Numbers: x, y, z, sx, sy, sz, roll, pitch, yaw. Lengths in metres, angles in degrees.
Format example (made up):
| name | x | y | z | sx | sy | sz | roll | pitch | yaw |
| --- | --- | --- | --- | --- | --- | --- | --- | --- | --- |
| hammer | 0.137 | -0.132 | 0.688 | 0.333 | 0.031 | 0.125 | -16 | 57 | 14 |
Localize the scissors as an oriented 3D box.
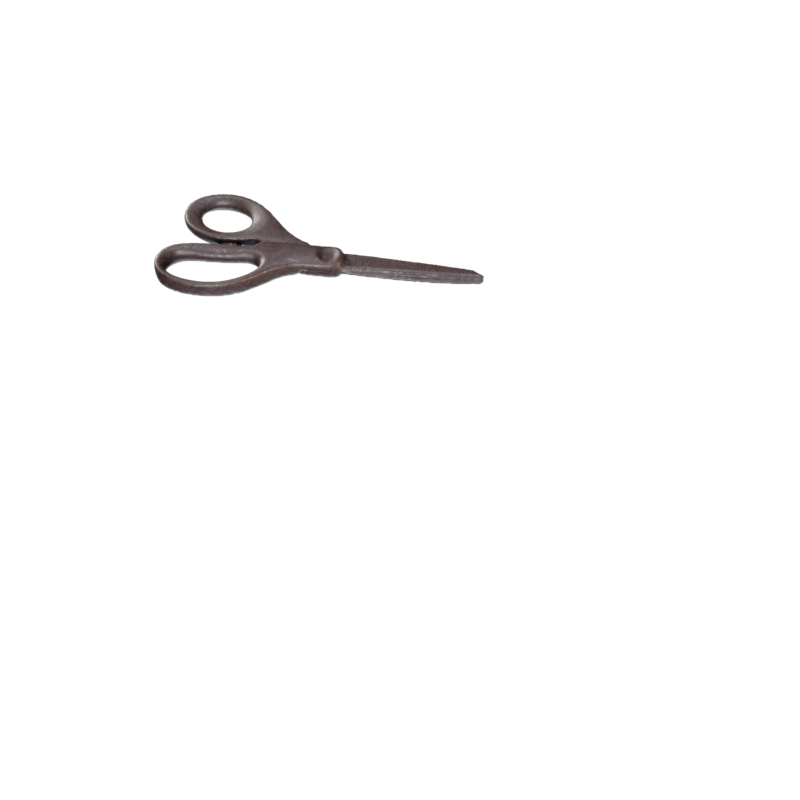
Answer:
| name | x | y | z | sx | sy | sz | roll | pitch | yaw |
| --- | --- | --- | --- | --- | --- | --- | --- | --- | --- |
| scissors | -0.055 | -0.101 | 0.709 | 0.200 | 0.104 | 0.015 | -5 | -43 | -5 |
